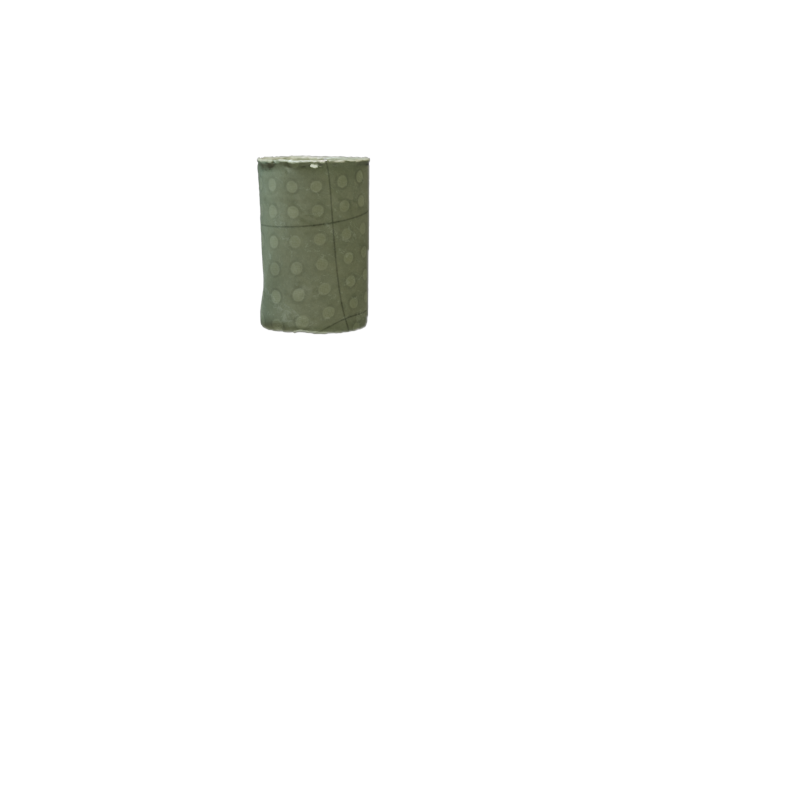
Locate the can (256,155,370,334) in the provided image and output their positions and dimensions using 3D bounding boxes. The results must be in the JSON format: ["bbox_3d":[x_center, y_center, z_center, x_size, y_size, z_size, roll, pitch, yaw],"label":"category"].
[{"bbox_3d":[-0.052,-0.096,0.670,0.068,0.100,0.070,0,9,-2],"label":"can"}]
